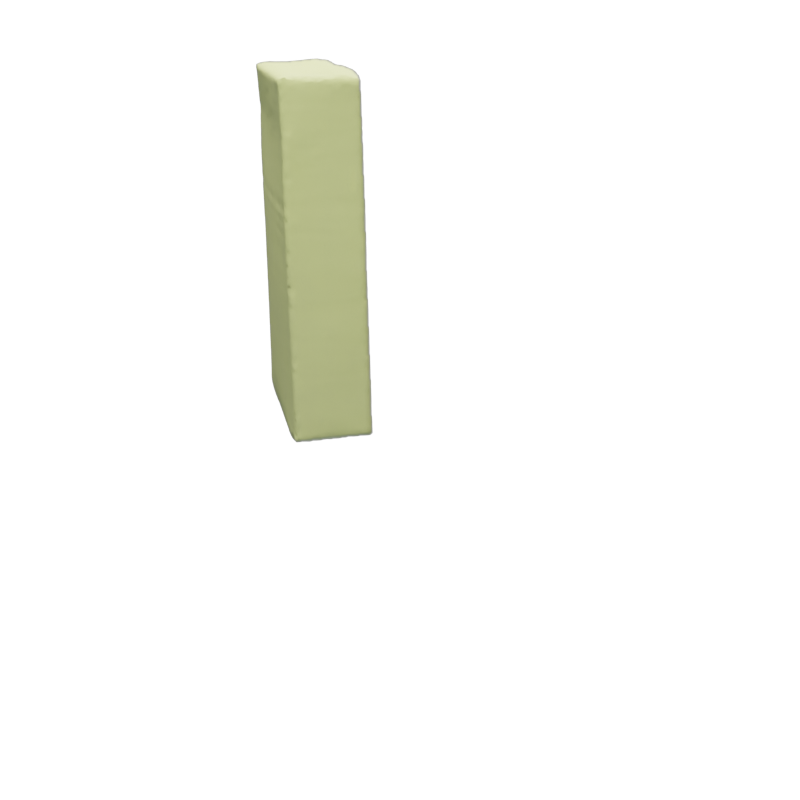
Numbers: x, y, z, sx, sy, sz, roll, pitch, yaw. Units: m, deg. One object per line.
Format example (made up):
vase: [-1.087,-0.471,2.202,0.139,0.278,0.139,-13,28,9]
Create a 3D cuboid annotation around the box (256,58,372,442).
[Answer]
box: [-0.043,-0.080,0.558,0.047,0.170,0.098,-2,17,-12]
